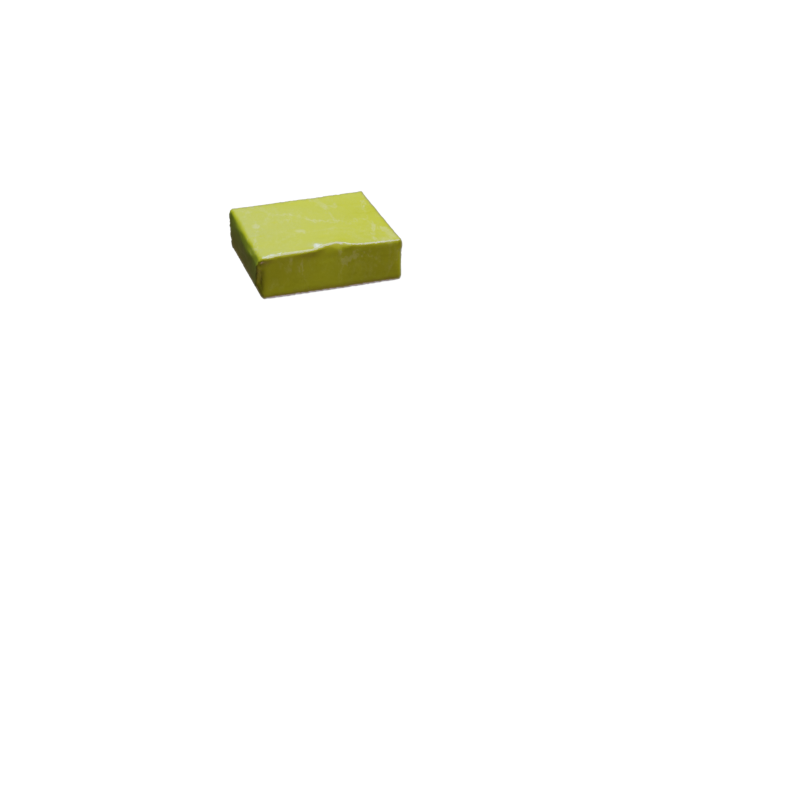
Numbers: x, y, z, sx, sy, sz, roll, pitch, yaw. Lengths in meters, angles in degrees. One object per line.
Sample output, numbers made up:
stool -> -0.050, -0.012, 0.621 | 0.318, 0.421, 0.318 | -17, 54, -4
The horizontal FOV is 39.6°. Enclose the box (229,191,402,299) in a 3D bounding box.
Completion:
box -> -0.053, -0.096, 0.670 | 0.088, 0.028, 0.079 | -10, 34, -16
